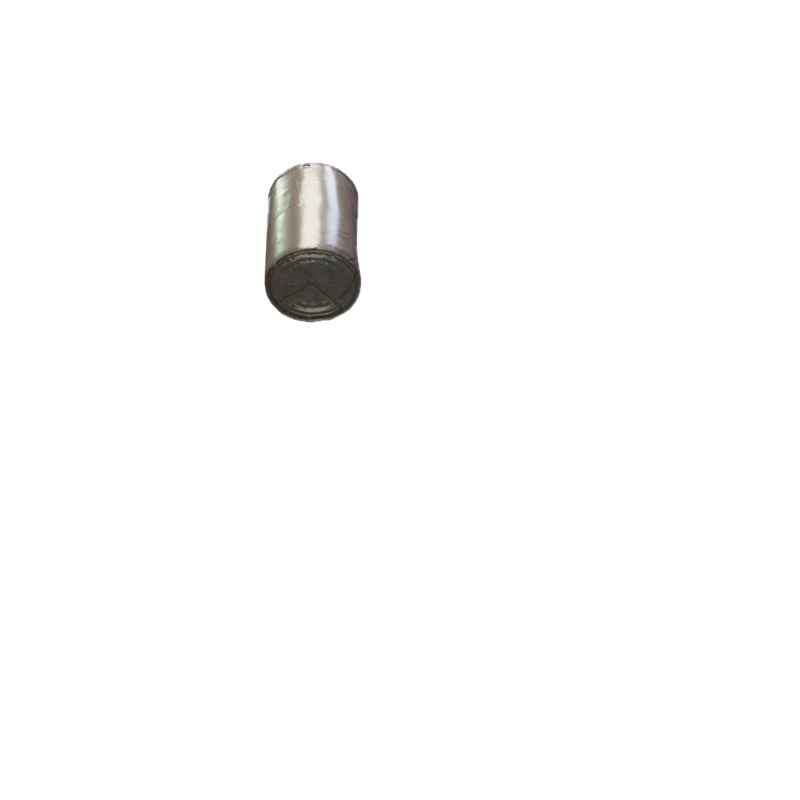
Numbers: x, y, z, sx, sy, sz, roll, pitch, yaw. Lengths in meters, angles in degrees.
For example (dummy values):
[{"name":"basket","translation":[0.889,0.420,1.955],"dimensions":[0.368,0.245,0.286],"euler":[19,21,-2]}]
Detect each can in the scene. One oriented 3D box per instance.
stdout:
[{"name":"can","translation":[-0.062,-0.113,0.788],"dimensions":[0.068,0.064,0.110],"euler":[-1,42,-3]}]
